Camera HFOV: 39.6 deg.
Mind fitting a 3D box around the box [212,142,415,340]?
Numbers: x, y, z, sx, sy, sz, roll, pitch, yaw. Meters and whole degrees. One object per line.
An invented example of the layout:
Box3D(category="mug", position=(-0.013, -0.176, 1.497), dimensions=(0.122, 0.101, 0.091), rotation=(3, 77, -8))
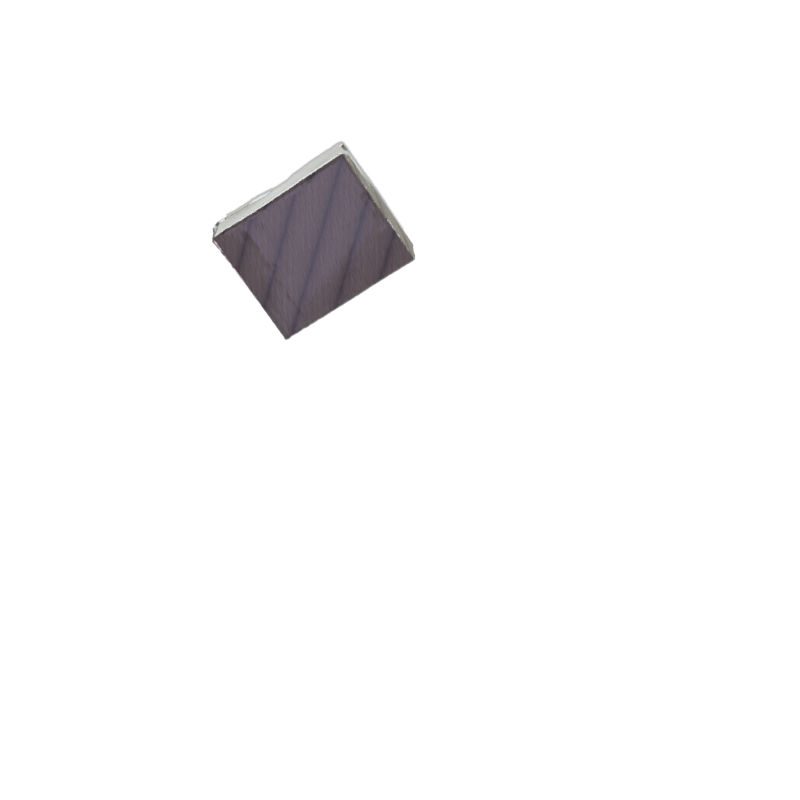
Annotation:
Box3D(category="box", position=(-0.048, -0.088, 0.614), dimensions=(0.089, 0.070, 0.032), rotation=(-31, 19, 11))
